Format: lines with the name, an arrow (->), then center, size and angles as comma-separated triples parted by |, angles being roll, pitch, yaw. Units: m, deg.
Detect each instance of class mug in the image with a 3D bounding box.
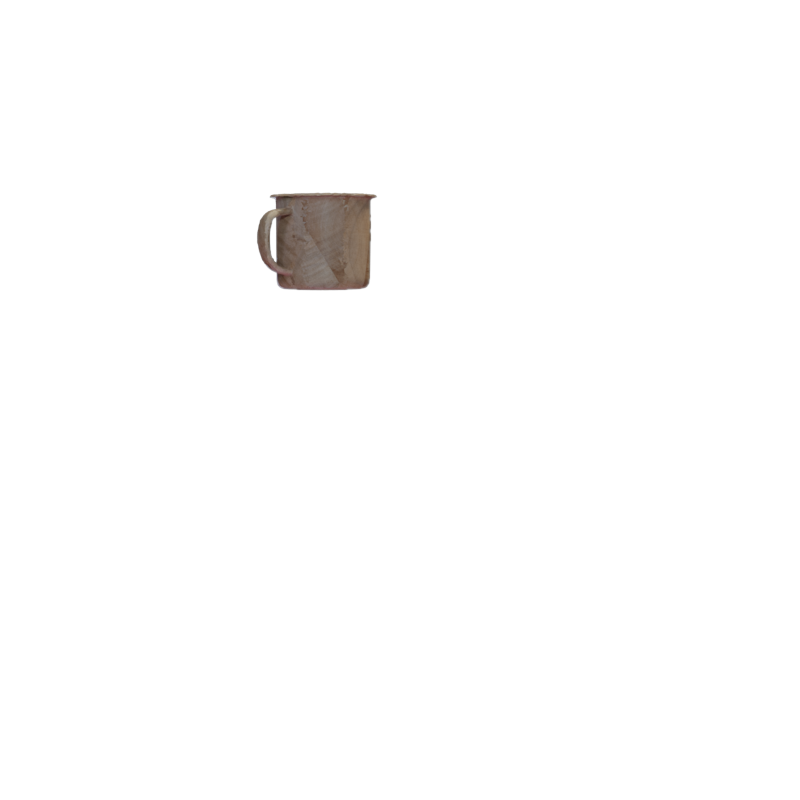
mug -> -0.075, -0.136, 0.955 | 0.097, 0.081, 0.113 | 5, 7, 43
